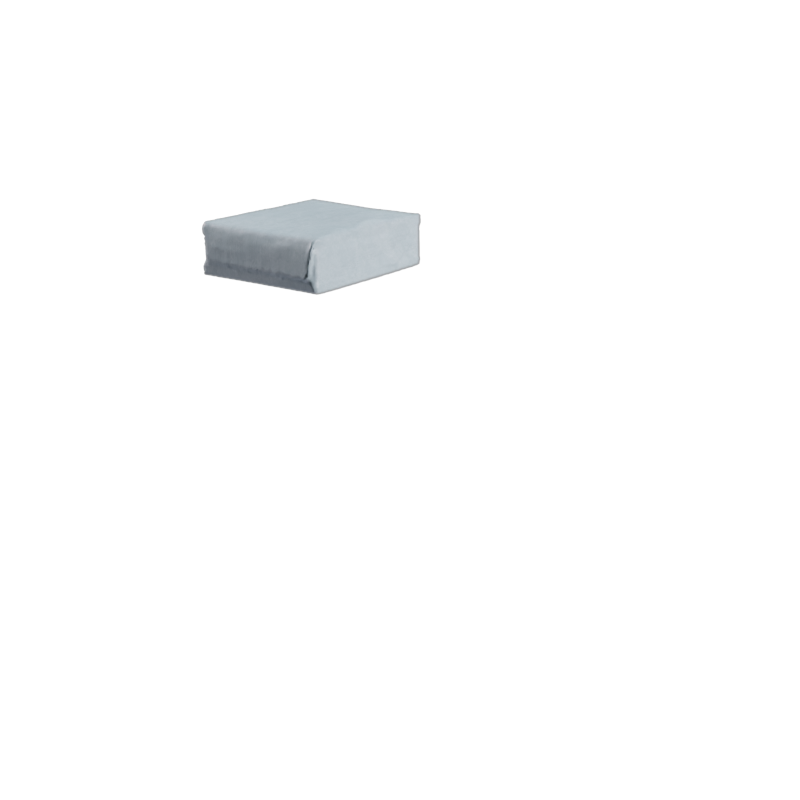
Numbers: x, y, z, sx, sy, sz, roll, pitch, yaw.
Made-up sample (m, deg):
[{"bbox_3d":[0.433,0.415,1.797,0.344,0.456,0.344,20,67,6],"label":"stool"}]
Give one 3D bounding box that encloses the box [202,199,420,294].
[{"bbox_3d":[-0.044,-0.080,0.560,0.077,0.029,0.088,14,23,35],"label":"box"}]
